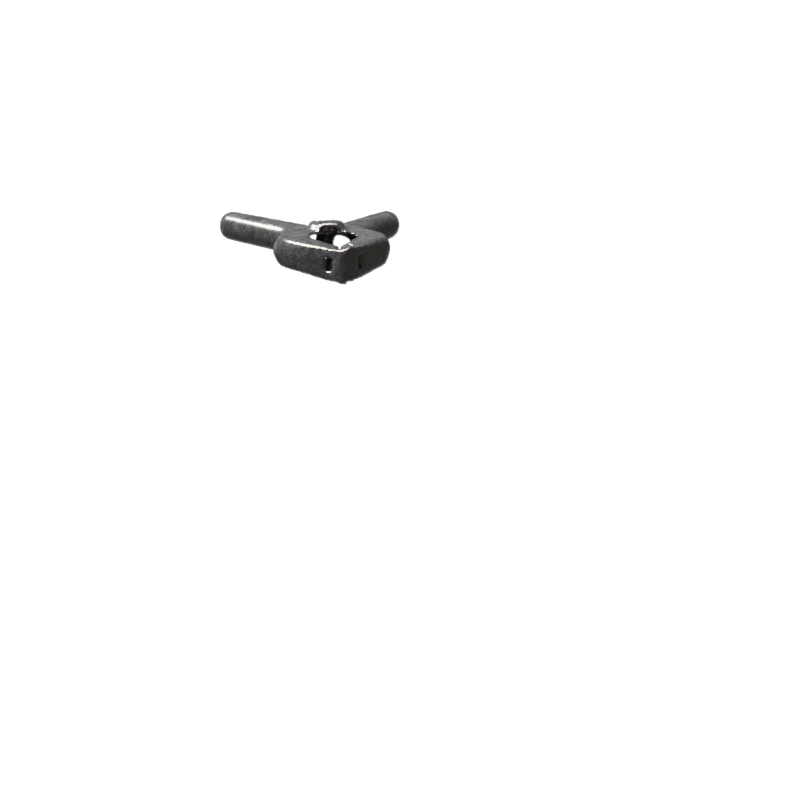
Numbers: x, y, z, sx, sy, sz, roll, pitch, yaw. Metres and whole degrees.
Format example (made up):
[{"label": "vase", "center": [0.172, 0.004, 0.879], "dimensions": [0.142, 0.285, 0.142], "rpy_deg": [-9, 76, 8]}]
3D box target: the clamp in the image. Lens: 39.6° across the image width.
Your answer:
[{"label": "clamp", "center": [-0.073, -0.133, 0.935], "dimensions": [0.164, 0.035, 0.218], "rpy_deg": [-1, 18, -4]}]
